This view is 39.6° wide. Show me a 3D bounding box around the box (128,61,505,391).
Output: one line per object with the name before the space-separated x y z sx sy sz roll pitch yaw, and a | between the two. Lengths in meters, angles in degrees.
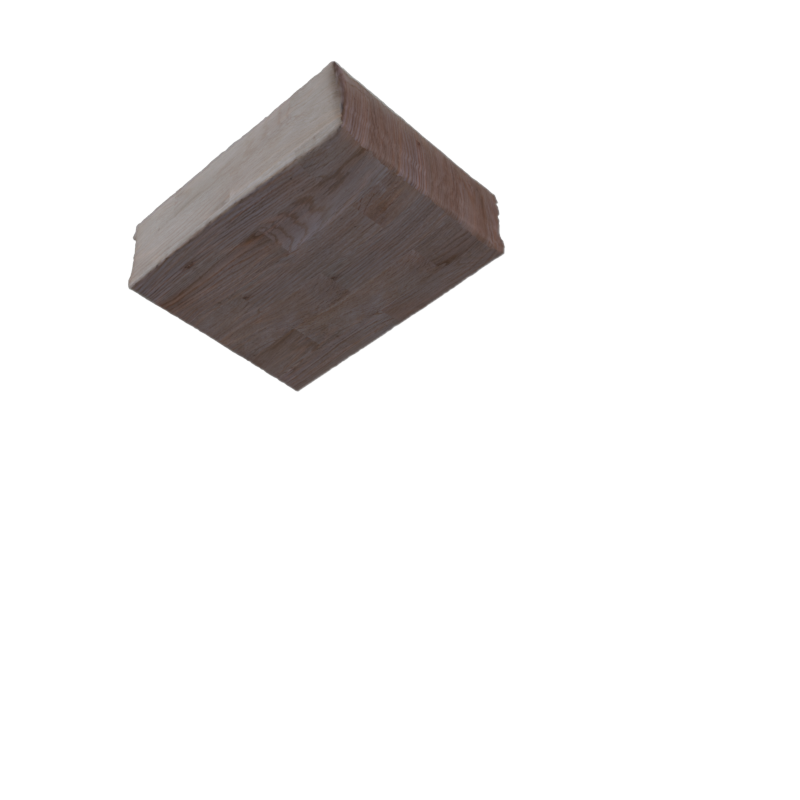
box | -0.033 -0.059 0.416 0.113 0.042 0.084 -31 -49 31
